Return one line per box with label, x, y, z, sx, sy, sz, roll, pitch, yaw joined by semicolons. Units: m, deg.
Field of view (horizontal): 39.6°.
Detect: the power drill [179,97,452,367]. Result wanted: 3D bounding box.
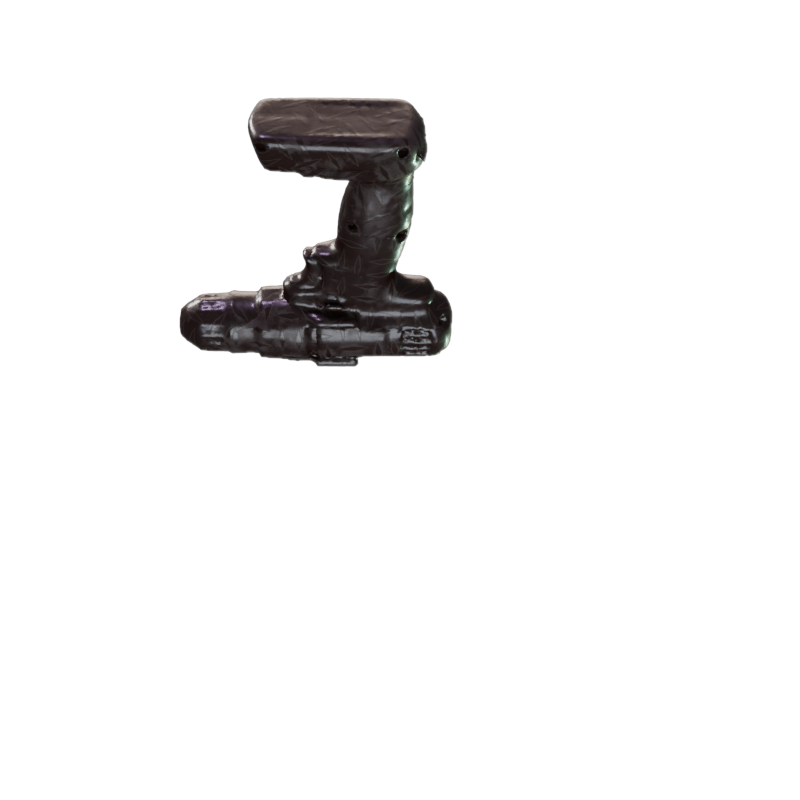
power drill;-0.056;-0.102;0.712;0.184;0.175;0.062;0;42;0
